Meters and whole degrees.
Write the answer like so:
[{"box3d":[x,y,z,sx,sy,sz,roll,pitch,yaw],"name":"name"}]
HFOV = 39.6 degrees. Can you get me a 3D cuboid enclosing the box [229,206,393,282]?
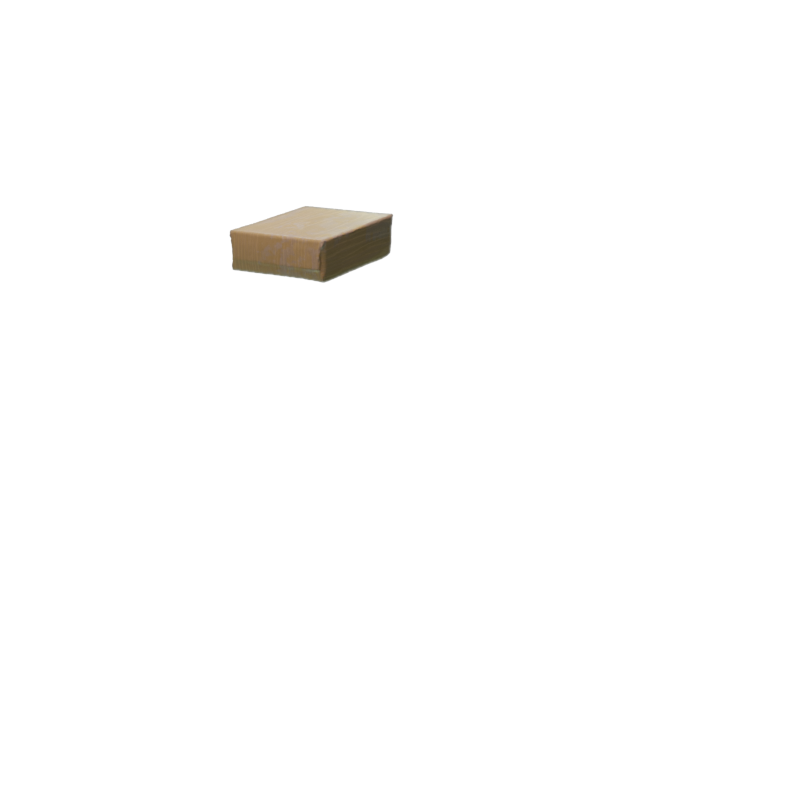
[{"box3d":[-0.071,-0.130,0.908,0.094,0.037,0.113,11,21,29],"name":"box"}]
